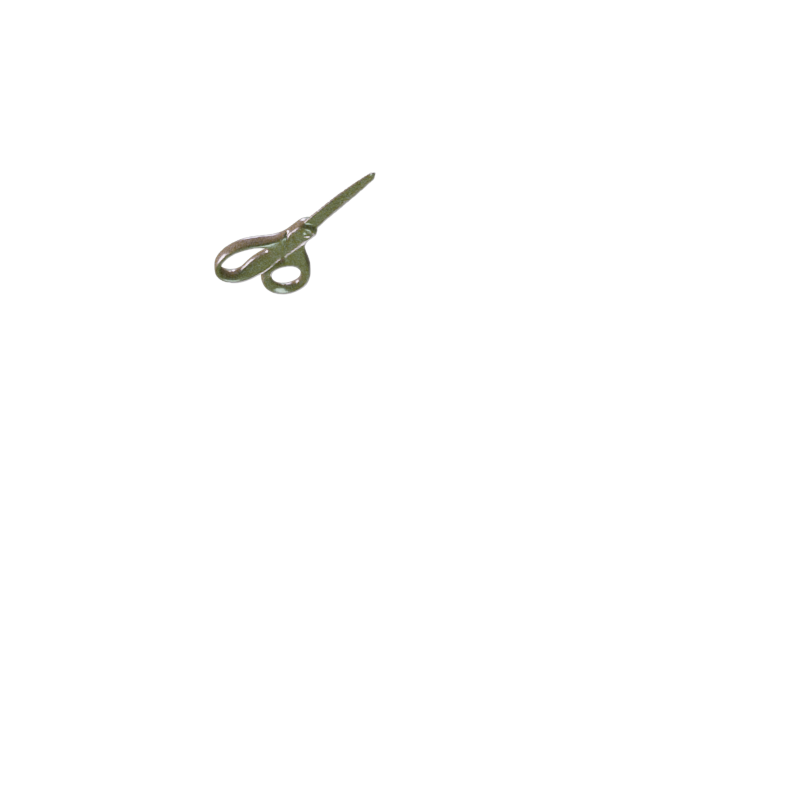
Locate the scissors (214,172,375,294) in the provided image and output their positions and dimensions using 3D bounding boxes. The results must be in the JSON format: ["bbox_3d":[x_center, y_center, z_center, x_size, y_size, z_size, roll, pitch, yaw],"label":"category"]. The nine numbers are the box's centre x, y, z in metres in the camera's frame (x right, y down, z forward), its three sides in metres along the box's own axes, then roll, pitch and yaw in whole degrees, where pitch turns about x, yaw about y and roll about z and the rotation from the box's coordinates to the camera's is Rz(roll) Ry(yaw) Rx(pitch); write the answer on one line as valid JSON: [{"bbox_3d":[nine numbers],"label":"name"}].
[{"bbox_3d":[-0.077,-0.140,0.980,0.203,0.017,0.089,-19,-33,32],"label":"scissors"}]
